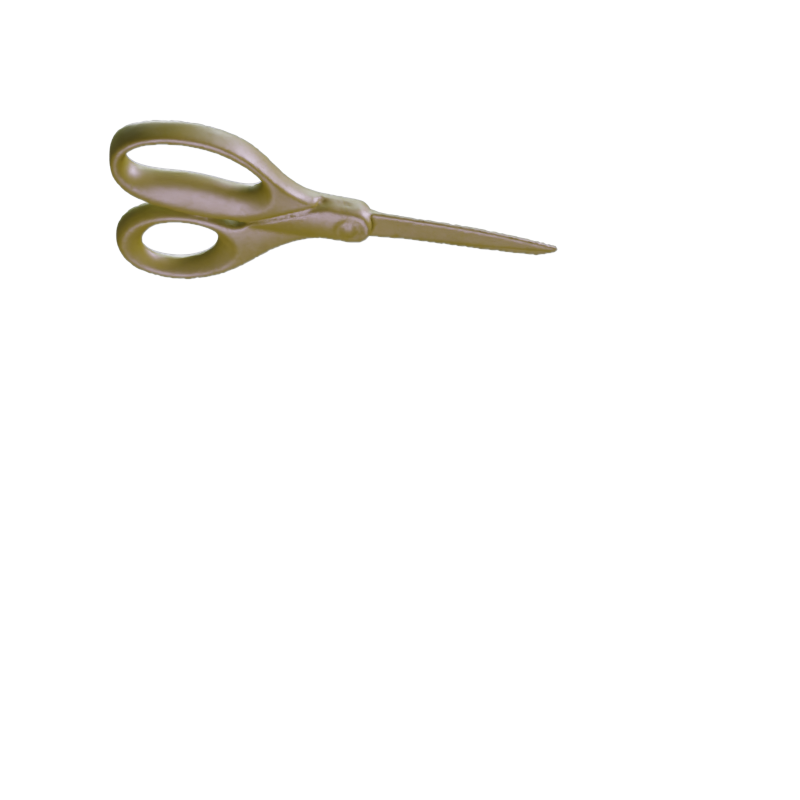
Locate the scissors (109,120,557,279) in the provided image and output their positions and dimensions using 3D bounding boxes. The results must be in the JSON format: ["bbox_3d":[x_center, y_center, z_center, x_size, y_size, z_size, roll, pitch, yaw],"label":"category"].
[{"bbox_3d":[-0.039,-0.071,0.498,0.194,0.017,0.093,17,-40,-22],"label":"scissors"}]
